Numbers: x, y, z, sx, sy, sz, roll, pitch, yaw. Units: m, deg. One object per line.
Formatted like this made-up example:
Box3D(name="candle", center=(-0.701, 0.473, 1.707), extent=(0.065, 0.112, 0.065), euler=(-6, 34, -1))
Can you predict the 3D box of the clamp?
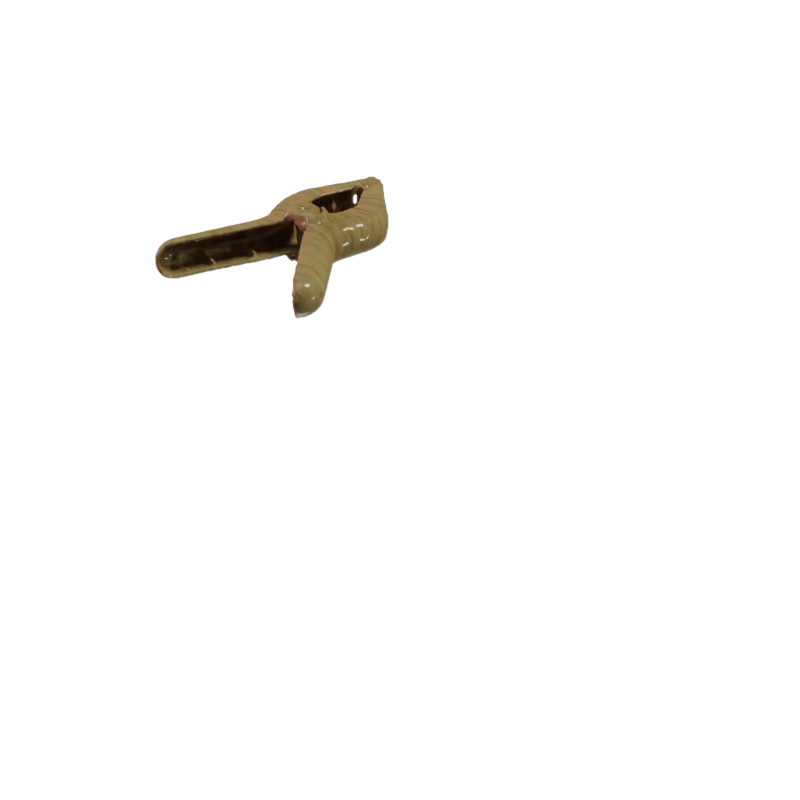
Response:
Box3D(name="clamp", center=(-0.055, -0.100, 0.701), extent=(0.128, 0.037, 0.171), euler=(28, 44, 34))
